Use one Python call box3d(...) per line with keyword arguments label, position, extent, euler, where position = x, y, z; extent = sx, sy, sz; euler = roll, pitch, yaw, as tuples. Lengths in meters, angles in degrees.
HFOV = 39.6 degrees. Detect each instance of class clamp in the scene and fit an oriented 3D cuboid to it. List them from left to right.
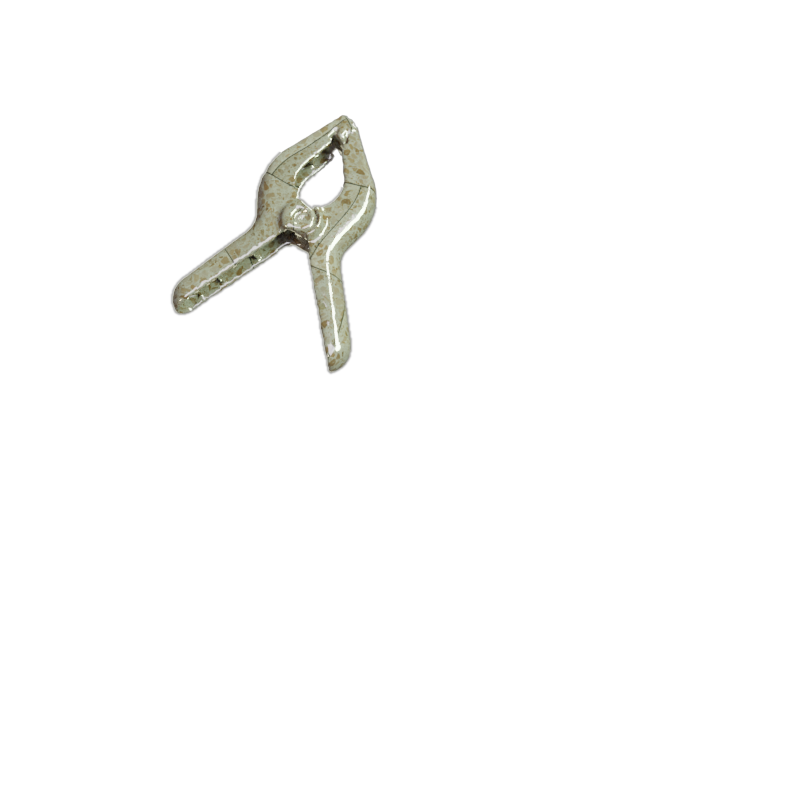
box3d(label="clamp", position=(-0.057, -0.103, 0.723), extent=(0.122, 0.175, 0.038), euler=(29, -14, 8))
